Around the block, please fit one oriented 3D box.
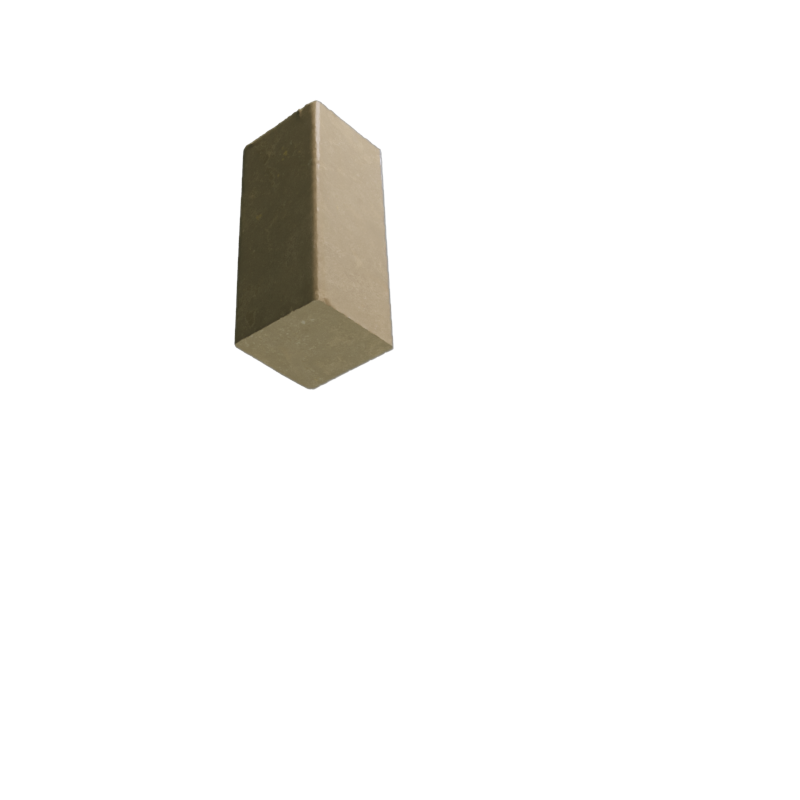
[{"bbox_3d":[-0.071,-0.129,0.899,0.091,0.221,0.084,-29,-43,31],"label":"block"}]
